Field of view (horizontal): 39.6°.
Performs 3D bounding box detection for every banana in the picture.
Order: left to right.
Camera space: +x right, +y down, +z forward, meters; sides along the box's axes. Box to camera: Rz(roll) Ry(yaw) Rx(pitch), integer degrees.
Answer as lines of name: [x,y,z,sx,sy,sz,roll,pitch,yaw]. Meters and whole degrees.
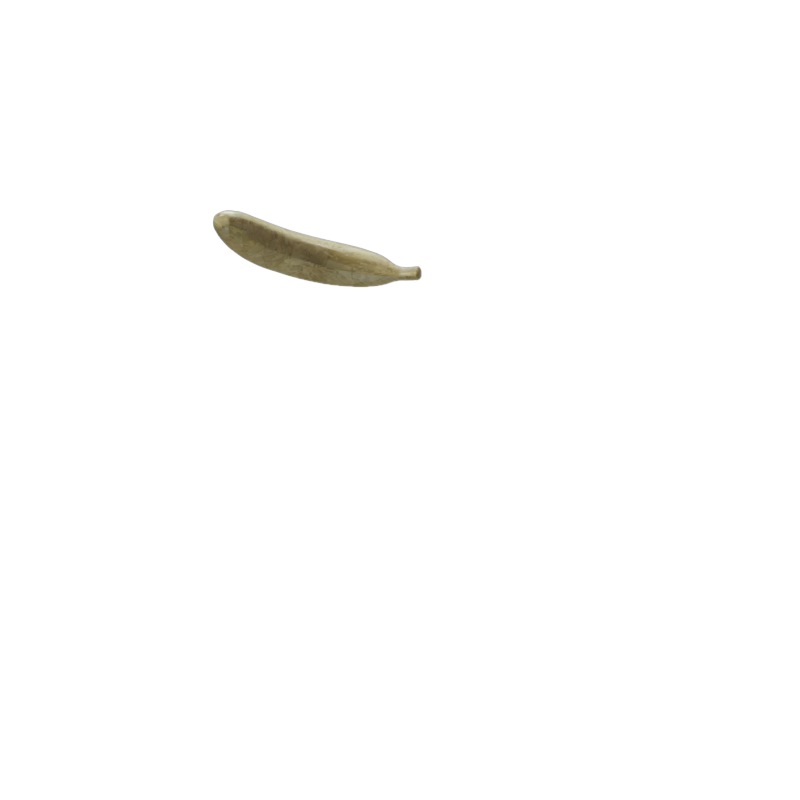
banana: [-0.080,-0.127,0.936,0.189,0.038,0.069,10,-20,-30]
